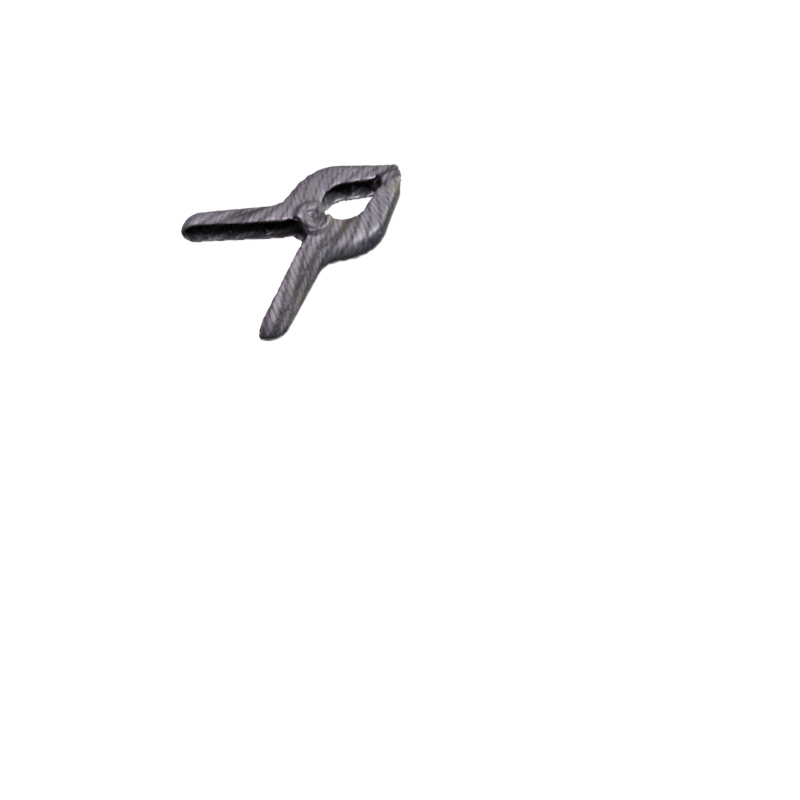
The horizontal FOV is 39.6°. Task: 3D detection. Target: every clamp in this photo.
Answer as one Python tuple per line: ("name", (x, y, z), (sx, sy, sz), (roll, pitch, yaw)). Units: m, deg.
("clamp", (-0.065, -0.119, 0.831), (0.171, 0.127, 0.037), (-25, -21, -11))
